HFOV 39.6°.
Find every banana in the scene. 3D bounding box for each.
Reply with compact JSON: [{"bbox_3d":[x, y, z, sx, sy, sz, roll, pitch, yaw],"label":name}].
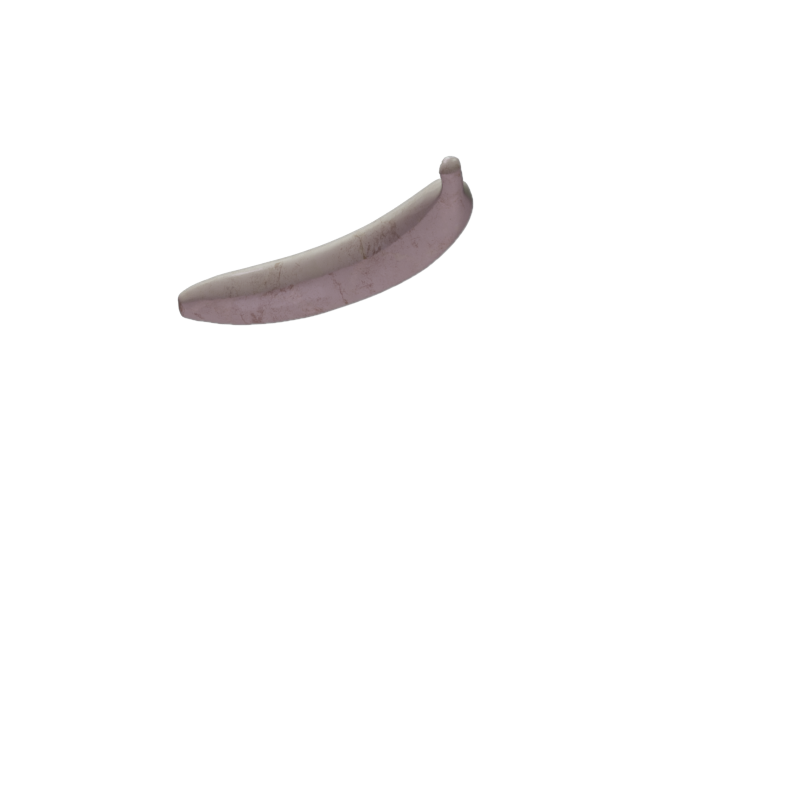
[{"bbox_3d":[-0.033,-0.080,0.611,0.198,0.039,0.065,-23,-40,30],"label":"banana"}]
